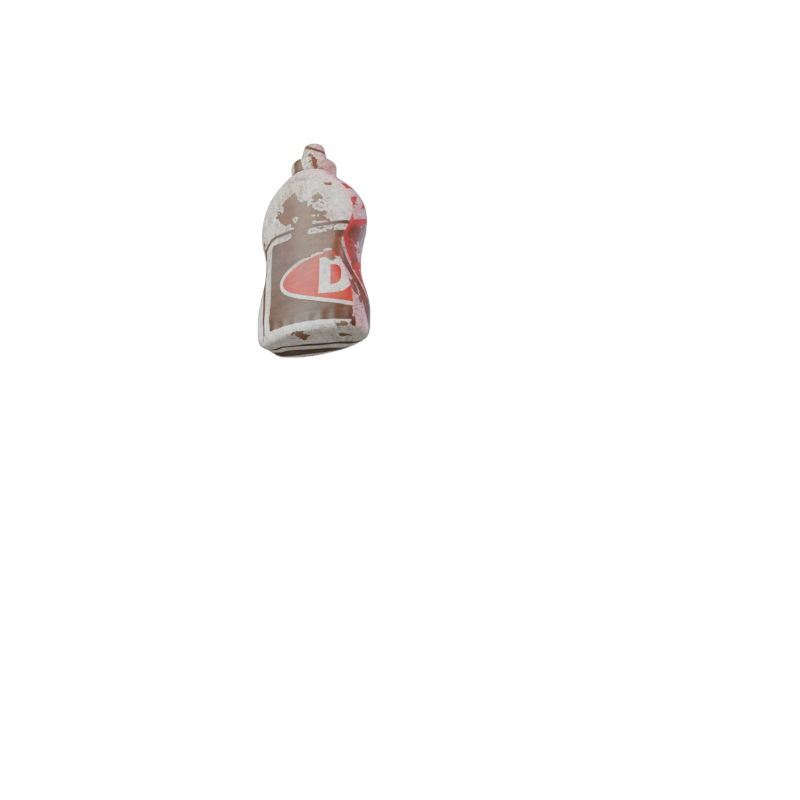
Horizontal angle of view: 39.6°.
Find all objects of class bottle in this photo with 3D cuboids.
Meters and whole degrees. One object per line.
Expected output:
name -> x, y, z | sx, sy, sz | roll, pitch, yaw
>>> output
bottle -> -0.075, -0.137, 0.963 | 0.097, 0.203, 0.054 | -16, -28, 28
